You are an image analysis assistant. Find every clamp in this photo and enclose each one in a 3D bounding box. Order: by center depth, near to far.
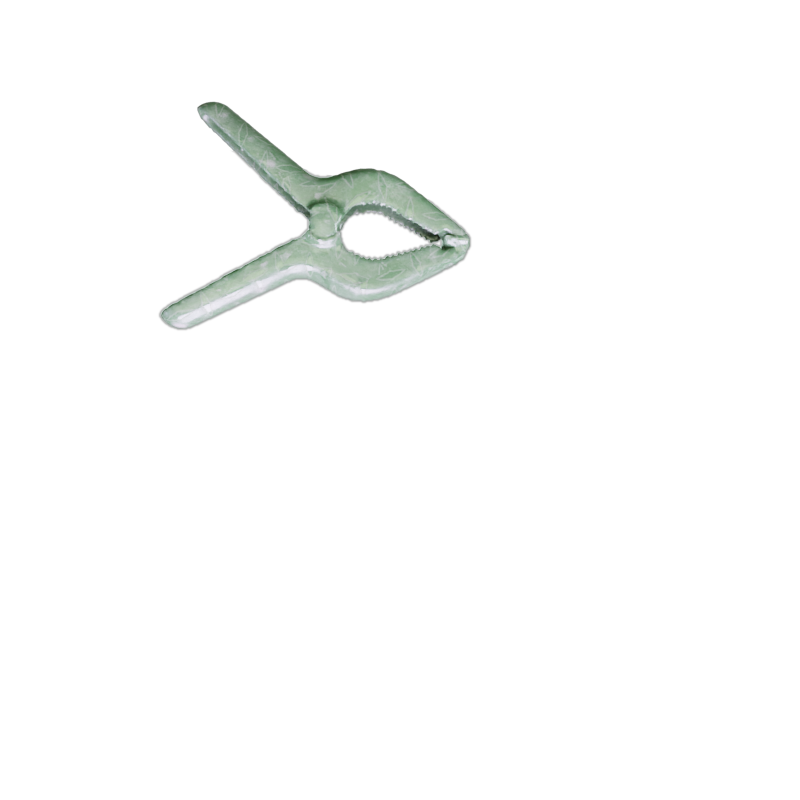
[{"bbox_3d":[-0.060,-0.110,0.767,0.211,0.169,0.035,14,-14,3],"label":"clamp"}]
